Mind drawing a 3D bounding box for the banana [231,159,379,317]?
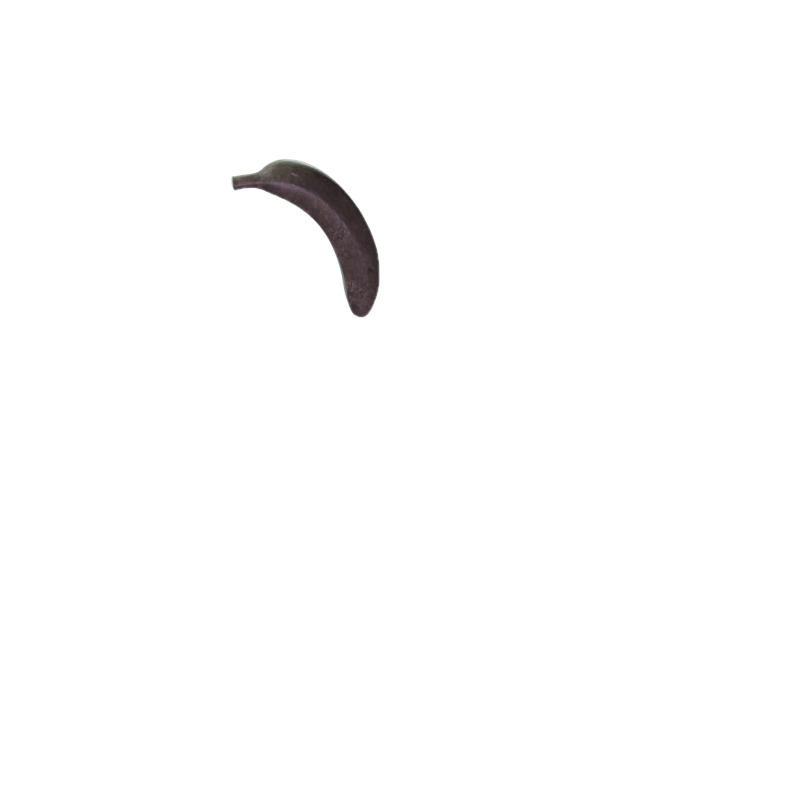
[{"bbox_3d":[-0.064,-0.151,0.979,0.069,0.039,0.184,-28,-54,22],"label":"banana"}]
